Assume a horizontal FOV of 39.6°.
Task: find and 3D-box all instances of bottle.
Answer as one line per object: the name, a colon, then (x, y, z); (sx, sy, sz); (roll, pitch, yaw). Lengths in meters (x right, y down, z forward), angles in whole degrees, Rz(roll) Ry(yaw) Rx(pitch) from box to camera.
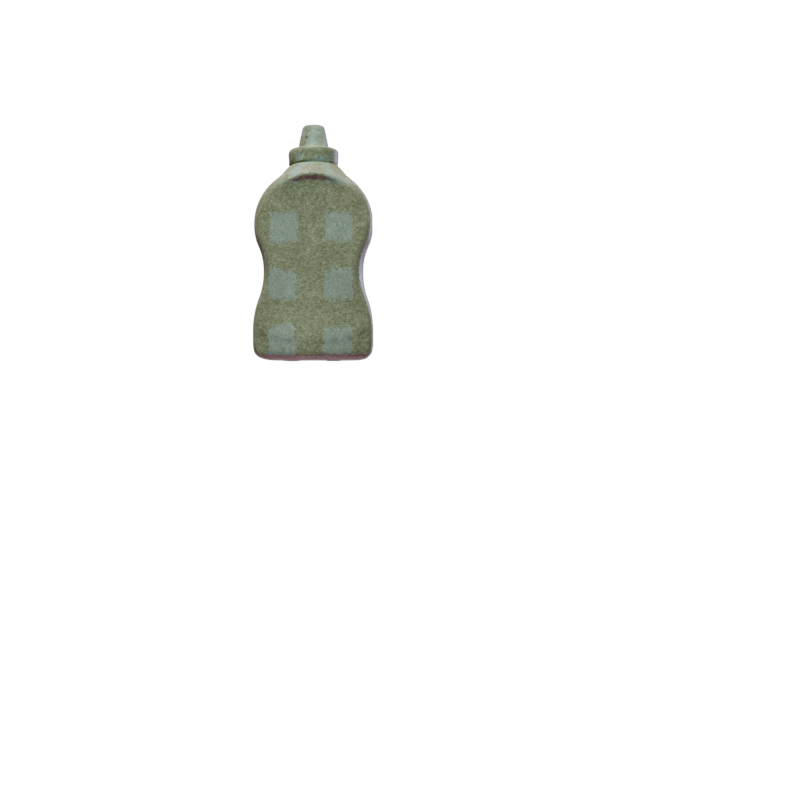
bottle: (-0.071, -0.129, 0.901); (0.096, 0.195, 0.057); (-1, -7, 2)
